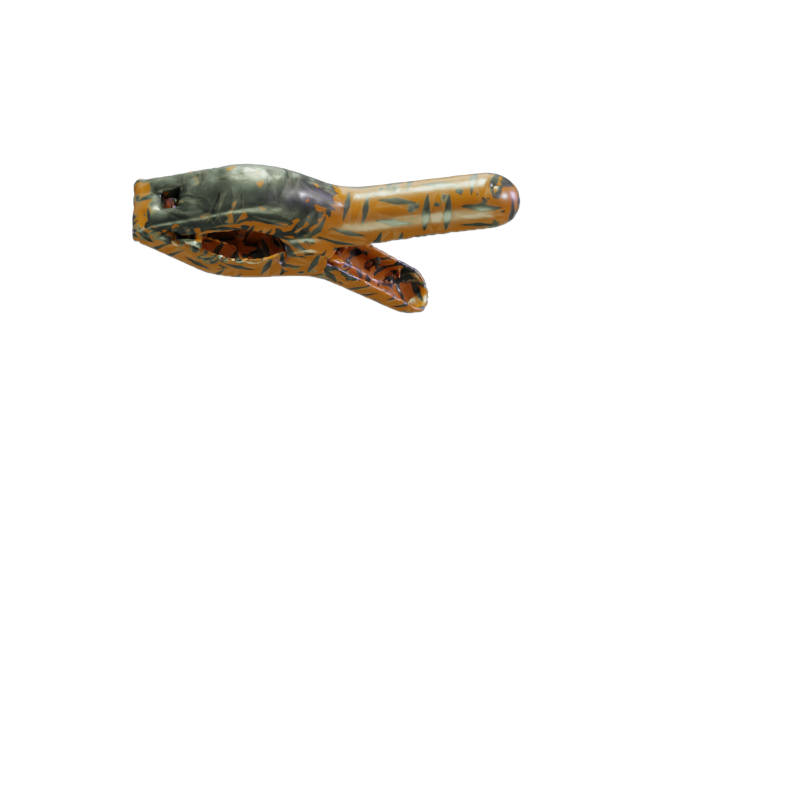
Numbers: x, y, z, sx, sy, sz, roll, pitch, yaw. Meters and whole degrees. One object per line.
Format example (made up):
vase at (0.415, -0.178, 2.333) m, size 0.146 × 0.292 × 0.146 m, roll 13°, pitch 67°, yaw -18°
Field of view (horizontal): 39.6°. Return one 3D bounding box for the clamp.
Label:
clamp at (-0.041, -0.075, 0.528) m, size 0.169 × 0.042 × 0.114 m, roll 4°, pitch -28°, yaw -9°
